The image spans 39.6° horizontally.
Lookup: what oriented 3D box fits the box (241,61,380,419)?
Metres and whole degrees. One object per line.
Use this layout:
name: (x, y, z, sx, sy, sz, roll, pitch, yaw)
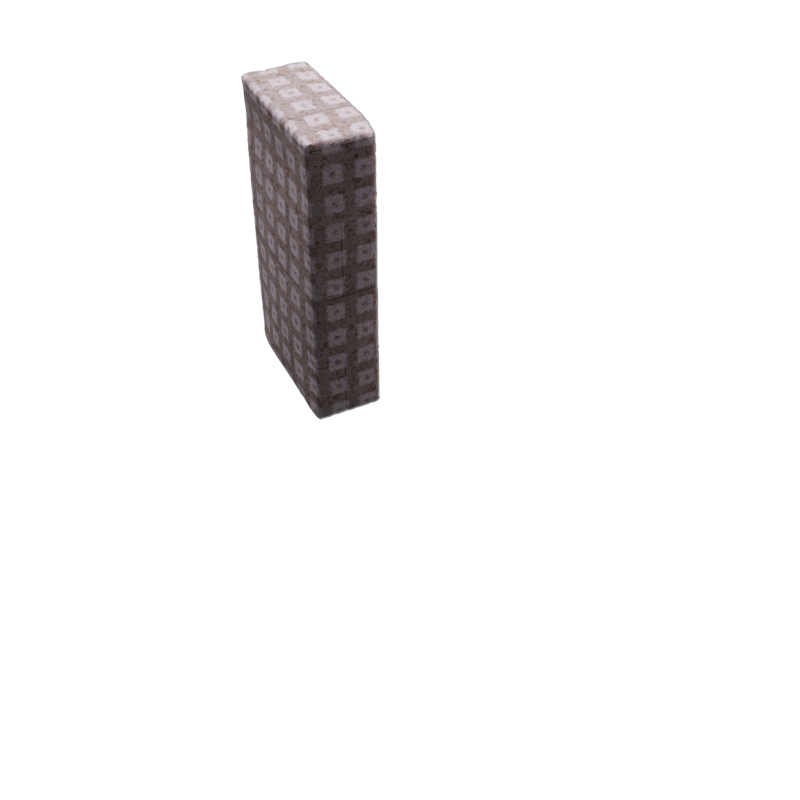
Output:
box: (-0.048, -0.088, 0.613, 0.047, 0.165, 0.101, -13, 39, -21)
